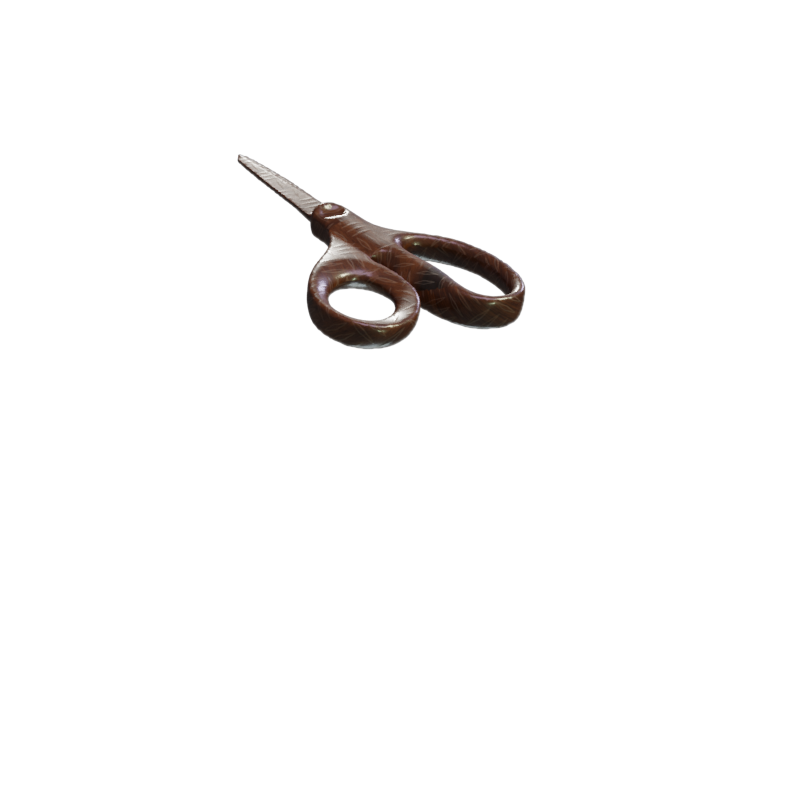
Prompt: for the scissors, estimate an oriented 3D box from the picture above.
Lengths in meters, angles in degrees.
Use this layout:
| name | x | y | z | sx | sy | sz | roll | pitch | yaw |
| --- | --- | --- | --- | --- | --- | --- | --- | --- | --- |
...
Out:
| name | x | y | z | sx | sy | sz | roll | pitch | yaw |
| --- | --- | --- | --- | --- | --- | --- | --- | --- | --- |
| scissors | -0.039 | -0.071 | 0.496 | 0.215 | 0.015 | 0.096 | 27 | 41 | 36 |
